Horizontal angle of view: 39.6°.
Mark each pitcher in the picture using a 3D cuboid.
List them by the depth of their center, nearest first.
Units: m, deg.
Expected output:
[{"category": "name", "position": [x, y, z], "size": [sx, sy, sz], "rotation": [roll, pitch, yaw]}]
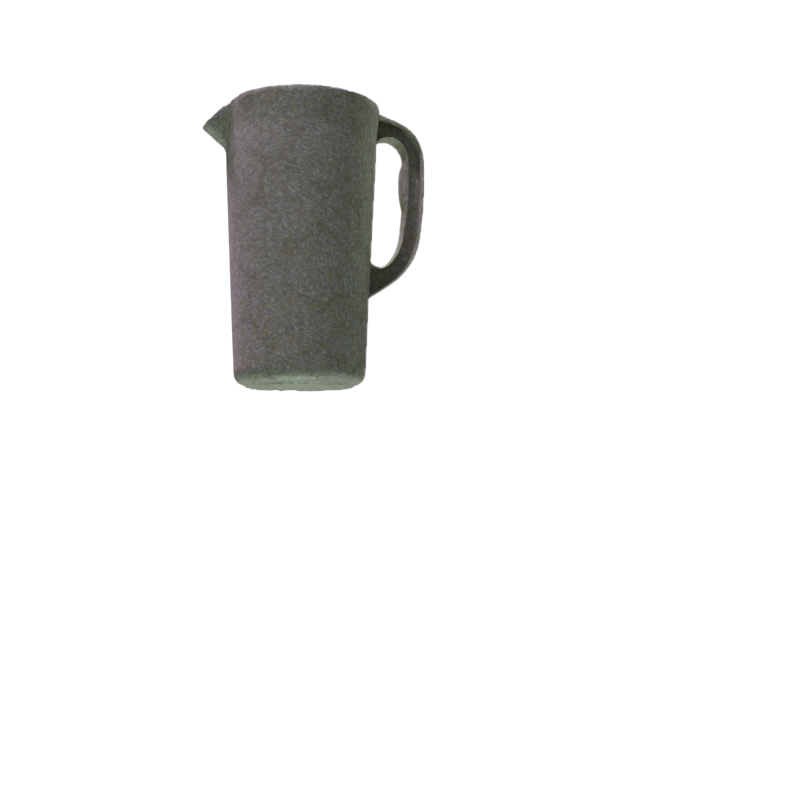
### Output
[{"category": "pitcher", "position": [-0.072, -0.132, 0.925], "size": [0.153, 0.249, 0.138], "rotation": [-6, -11, 31]}]
